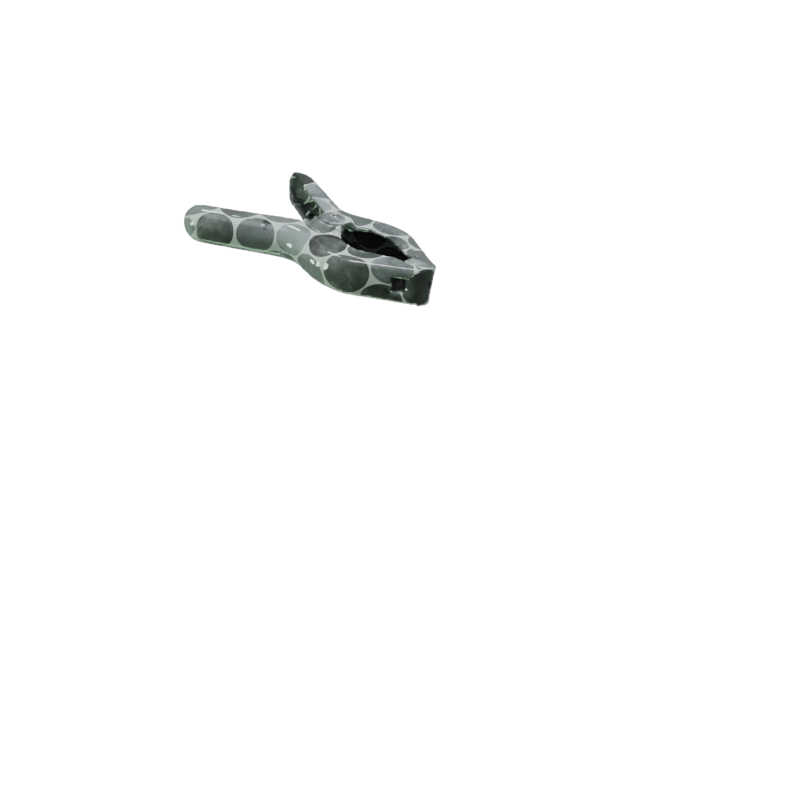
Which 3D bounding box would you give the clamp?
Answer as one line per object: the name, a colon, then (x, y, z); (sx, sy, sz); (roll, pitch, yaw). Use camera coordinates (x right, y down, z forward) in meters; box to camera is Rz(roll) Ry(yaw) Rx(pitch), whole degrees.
clamp: (-0.058, -0.105, 0.736); (0.119, 0.037, 0.183); (-26, 41, -34)
